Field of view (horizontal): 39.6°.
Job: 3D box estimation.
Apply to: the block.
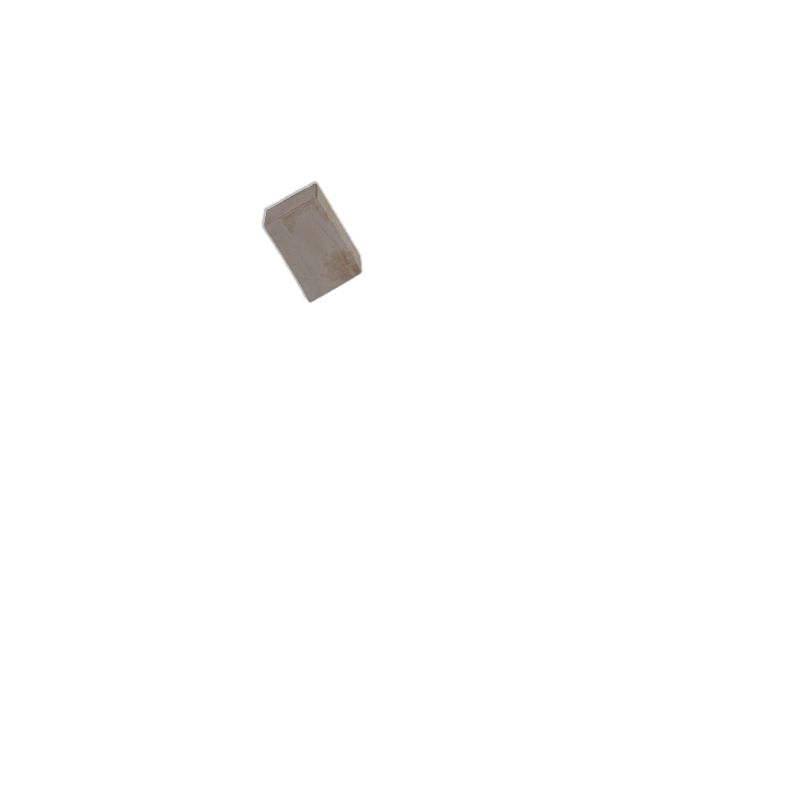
[{"bbox_3d":[-0.073,-0.133,0.930,0.053,0.075,0.053,-28,17,8],"label":"block"}]
